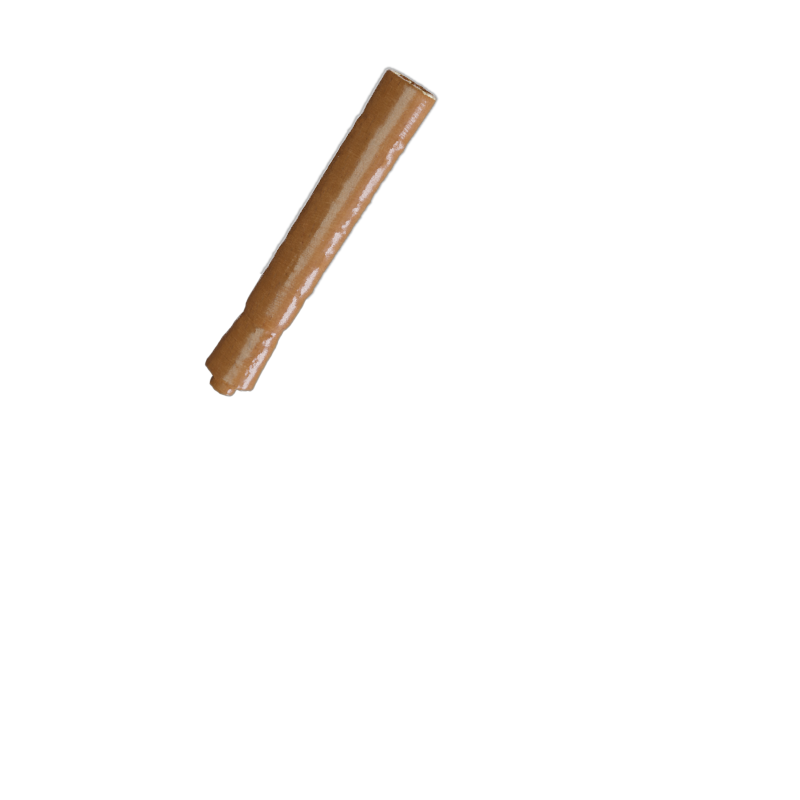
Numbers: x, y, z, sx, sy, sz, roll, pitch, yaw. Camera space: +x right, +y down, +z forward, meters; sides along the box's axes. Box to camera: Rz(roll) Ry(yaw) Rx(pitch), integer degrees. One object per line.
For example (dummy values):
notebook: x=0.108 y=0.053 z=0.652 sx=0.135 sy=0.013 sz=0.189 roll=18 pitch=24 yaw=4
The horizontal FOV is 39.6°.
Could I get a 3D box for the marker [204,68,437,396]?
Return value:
marker: x=-0.028 y=-0.052 z=0.361 sx=0.019 sy=0.119 sz=0.021 roll=31 pitch=14 yaw=-13
